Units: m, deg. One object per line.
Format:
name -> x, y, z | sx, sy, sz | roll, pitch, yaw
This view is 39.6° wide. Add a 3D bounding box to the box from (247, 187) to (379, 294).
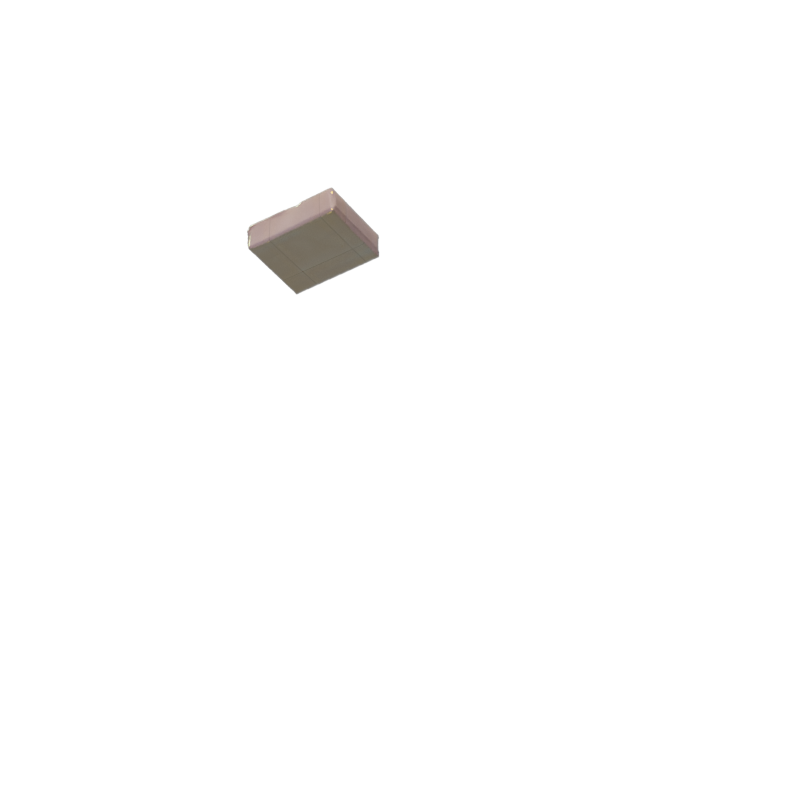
box -> -0.074, -0.135, 0.943 | 0.090, 0.032, 0.068 | -21, -42, 25
